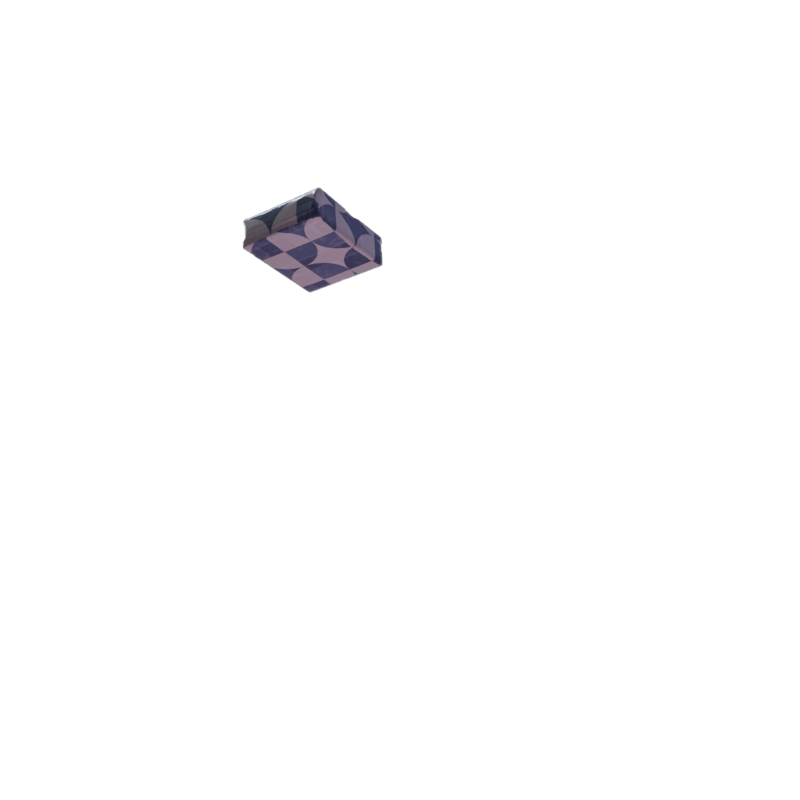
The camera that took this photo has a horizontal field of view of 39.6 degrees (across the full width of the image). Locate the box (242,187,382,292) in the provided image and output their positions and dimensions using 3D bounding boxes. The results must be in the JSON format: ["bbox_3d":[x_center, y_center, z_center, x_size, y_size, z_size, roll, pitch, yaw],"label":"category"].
[{"bbox_3d":[-0.068,-0.123,0.864,0.074,0.032,0.083,-19,-33,30],"label":"box"}]
